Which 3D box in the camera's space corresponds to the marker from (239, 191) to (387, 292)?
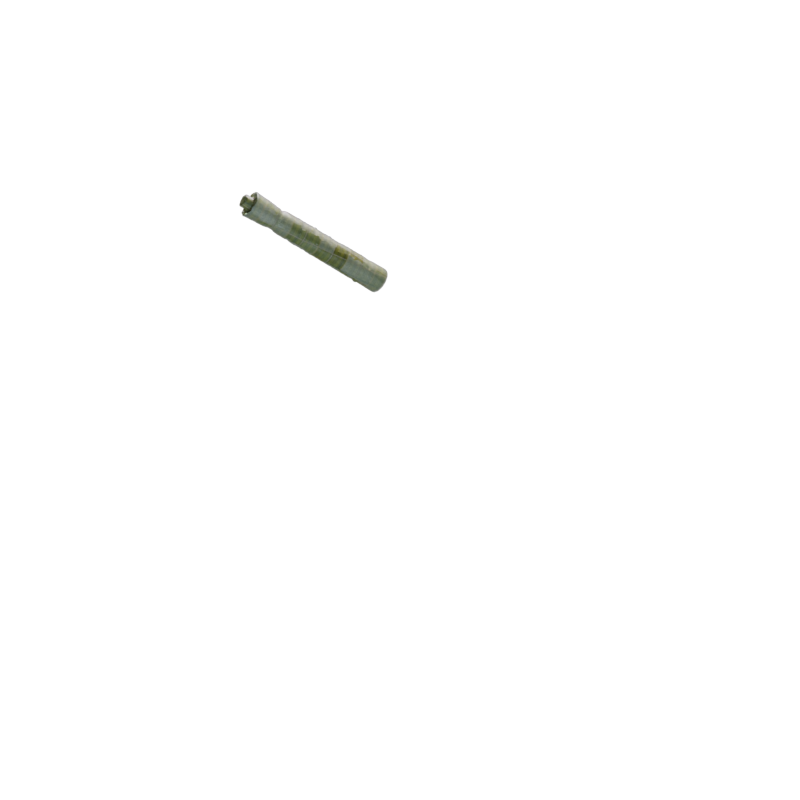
[{"bbox_3d":[-0.061,-0.111,0.776,0.115,0.020,0.020,28,-10,-24],"label":"marker"}]
